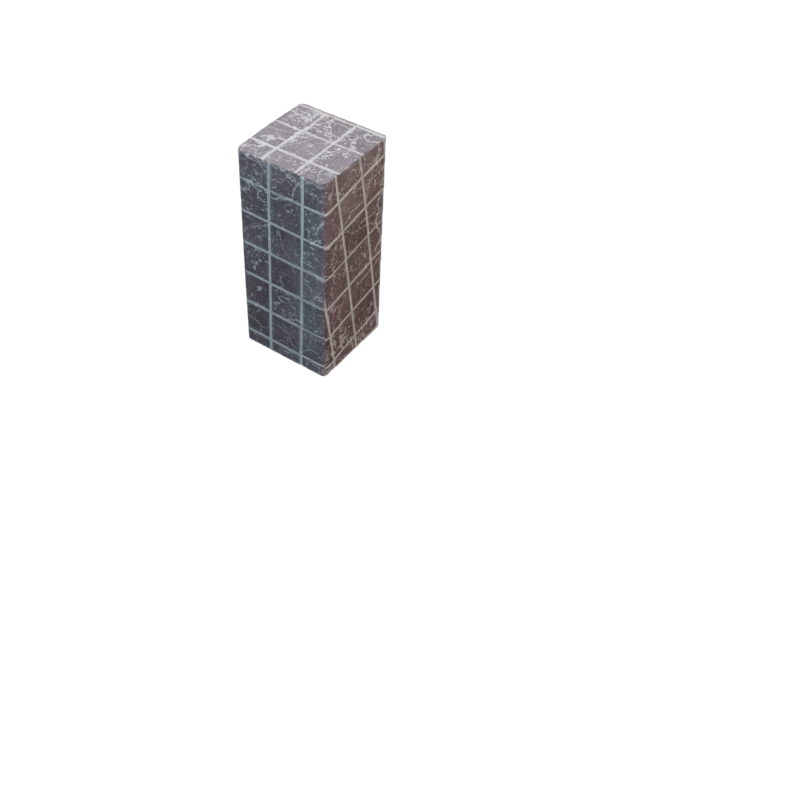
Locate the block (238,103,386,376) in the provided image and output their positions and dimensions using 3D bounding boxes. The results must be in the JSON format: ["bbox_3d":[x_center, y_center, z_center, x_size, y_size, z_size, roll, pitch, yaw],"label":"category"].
[{"bbox_3d":[-0.075,-0.136,0.953,0.095,0.192,0.092,26,47,24],"label":"block"}]
